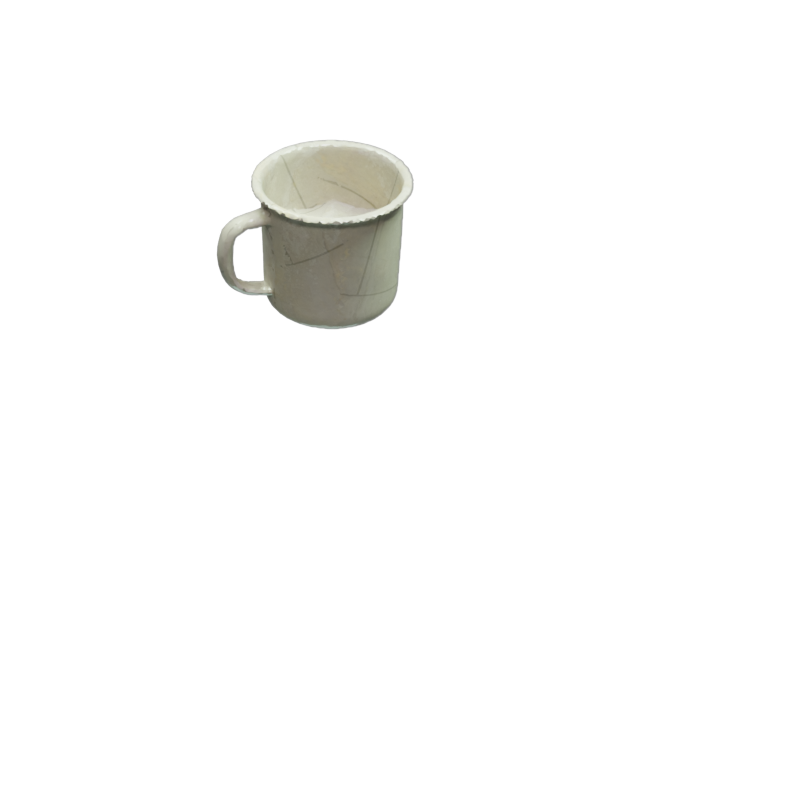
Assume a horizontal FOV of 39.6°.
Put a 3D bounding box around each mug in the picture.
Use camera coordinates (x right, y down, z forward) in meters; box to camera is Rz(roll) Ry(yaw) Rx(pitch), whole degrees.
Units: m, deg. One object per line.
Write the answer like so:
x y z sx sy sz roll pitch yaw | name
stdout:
-0.051 -0.093 0.650 0.116 0.076 0.101 -18 42 -22 | mug
